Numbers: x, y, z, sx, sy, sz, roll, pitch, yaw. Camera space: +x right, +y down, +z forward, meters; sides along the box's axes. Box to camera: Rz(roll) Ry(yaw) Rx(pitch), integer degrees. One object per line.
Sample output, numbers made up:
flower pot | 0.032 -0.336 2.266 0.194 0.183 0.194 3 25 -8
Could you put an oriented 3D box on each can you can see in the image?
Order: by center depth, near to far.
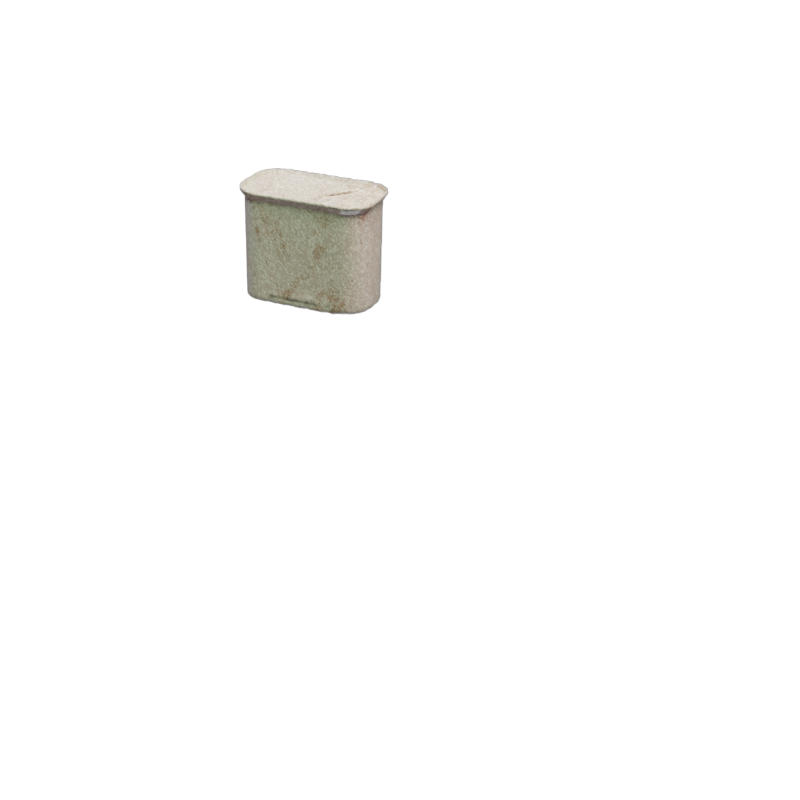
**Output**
can | -0.062 -0.112 0.788 0.106 0.080 0.058 12 27 21
